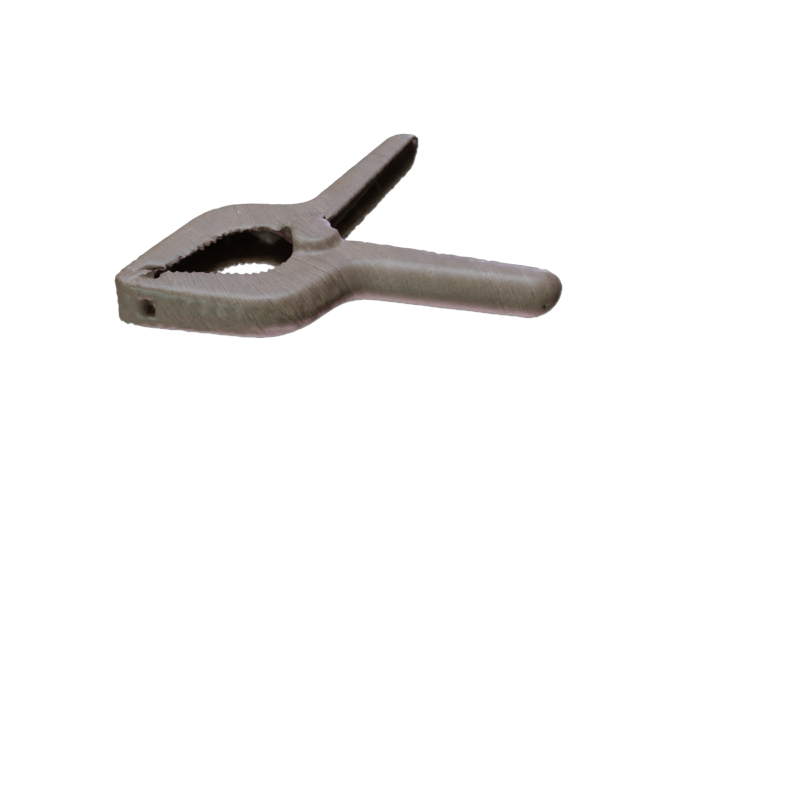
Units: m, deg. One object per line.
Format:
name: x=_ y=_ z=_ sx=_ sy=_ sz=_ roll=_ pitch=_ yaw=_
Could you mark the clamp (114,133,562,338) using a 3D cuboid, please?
clamp: x=-0.045 y=-0.082 z=0.577 sx=0.207 sy=0.034 sz=0.178 roll=-11 pitch=40 yaw=-14
